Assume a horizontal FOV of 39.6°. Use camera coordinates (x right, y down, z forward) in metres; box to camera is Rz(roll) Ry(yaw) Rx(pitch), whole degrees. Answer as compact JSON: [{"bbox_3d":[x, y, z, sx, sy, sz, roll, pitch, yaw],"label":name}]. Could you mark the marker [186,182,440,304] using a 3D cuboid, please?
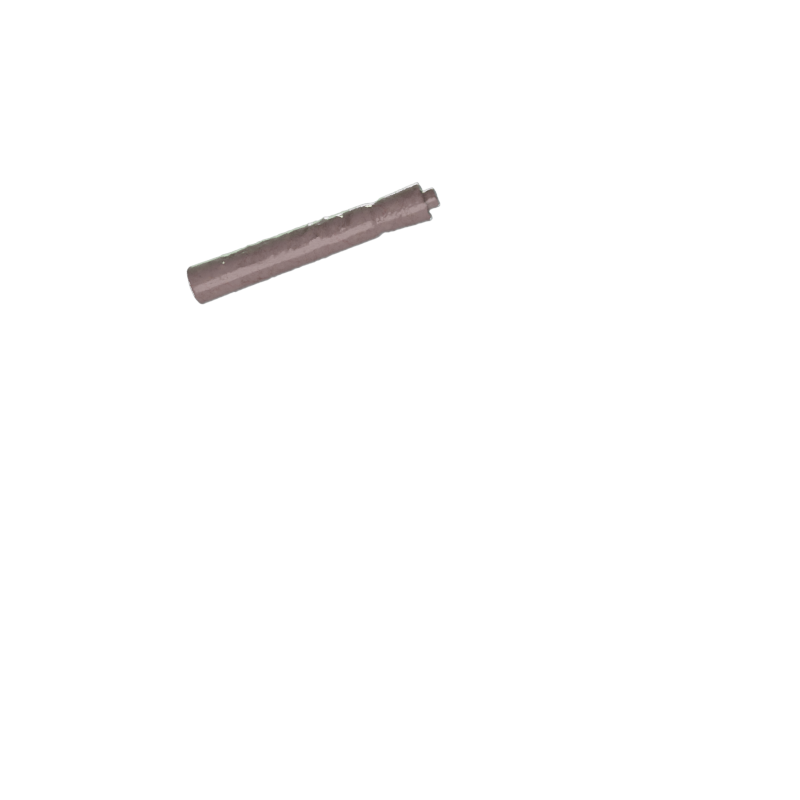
[{"bbox_3d":[-0.040,-0.073,0.511,0.121,0.020,0.020,-19,1,9],"label":"marker"}]
